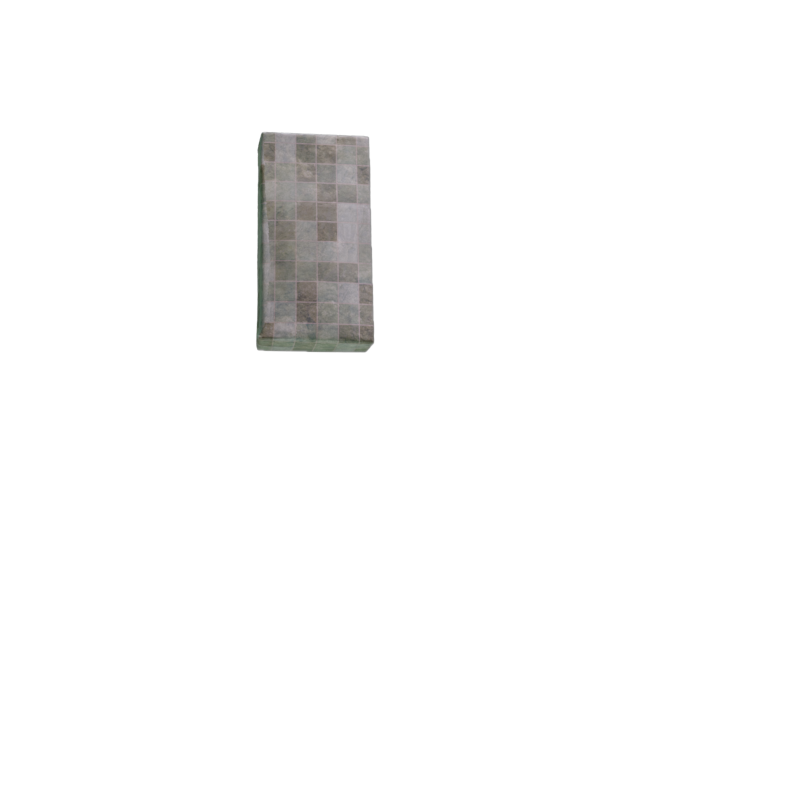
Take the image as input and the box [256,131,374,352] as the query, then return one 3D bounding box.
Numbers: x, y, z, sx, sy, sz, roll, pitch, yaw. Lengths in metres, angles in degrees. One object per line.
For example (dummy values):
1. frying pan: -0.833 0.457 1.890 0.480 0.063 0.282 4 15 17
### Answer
1. box: -0.071 -0.129 0.906 0.092 0.184 0.046 1 -18 -8
